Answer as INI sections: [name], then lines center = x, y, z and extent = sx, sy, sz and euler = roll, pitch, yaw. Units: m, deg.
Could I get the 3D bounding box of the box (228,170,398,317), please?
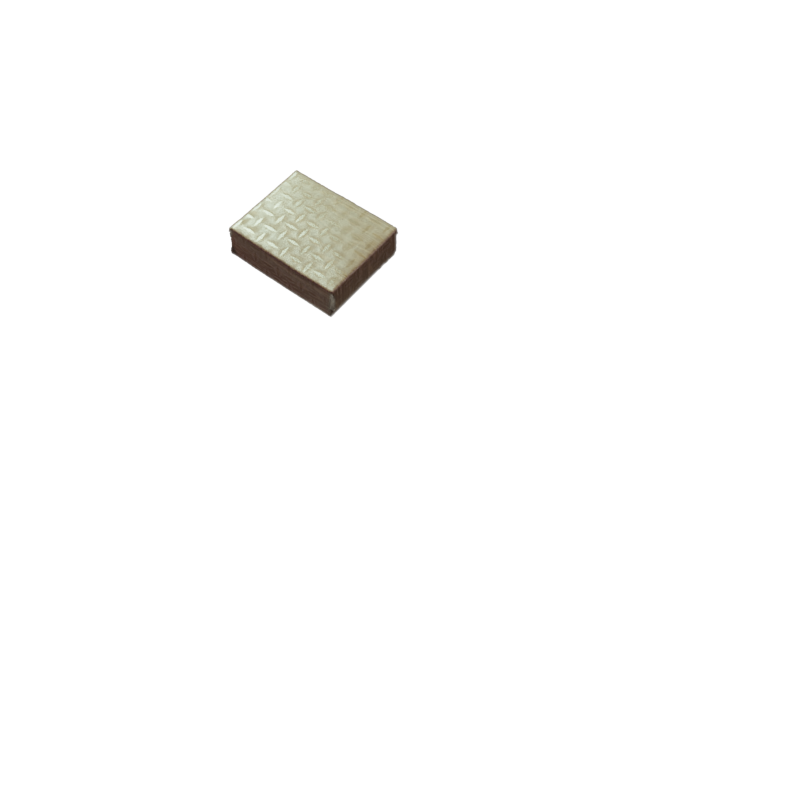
[box]
center = -0.073, -0.133, 0.930
extent = 0.119, 0.036, 0.091
euler = 31, 56, 23
